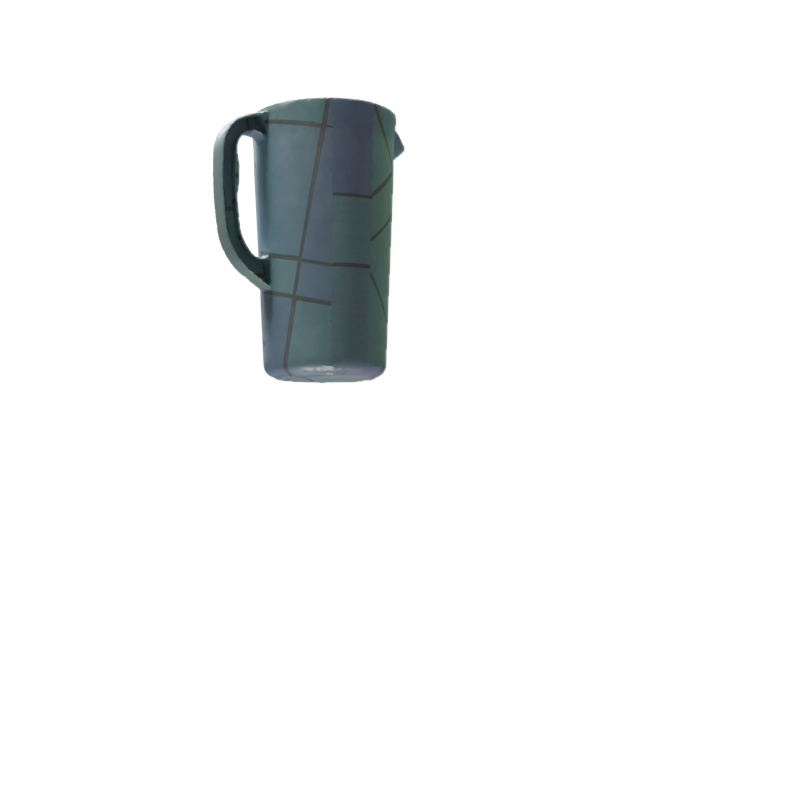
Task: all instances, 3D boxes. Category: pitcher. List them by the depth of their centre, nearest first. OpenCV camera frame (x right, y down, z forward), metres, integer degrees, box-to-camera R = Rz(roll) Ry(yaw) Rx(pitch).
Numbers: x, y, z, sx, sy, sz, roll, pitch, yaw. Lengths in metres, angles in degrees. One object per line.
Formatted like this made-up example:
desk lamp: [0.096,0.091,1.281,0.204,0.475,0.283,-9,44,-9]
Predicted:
pitcher: [-0.077,-0.141,0.988,0.152,0.250,0.139,-3,-10,13]
